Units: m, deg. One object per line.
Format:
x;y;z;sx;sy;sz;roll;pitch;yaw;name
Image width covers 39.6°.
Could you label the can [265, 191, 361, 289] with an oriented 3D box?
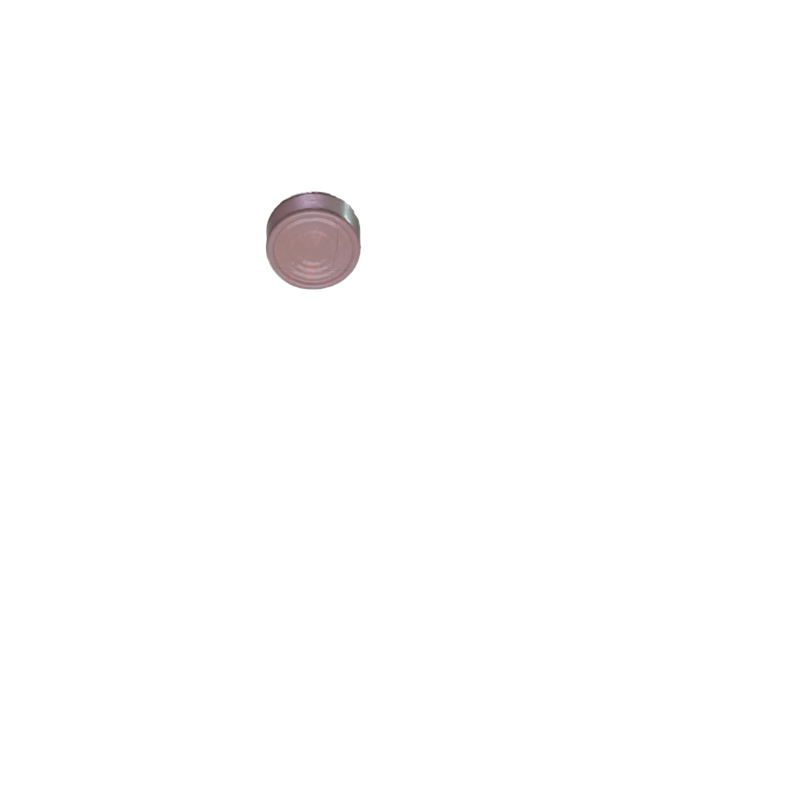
-0.078;-0.142;0.991;0.086;0.080;0.036;1;35;-1;can
